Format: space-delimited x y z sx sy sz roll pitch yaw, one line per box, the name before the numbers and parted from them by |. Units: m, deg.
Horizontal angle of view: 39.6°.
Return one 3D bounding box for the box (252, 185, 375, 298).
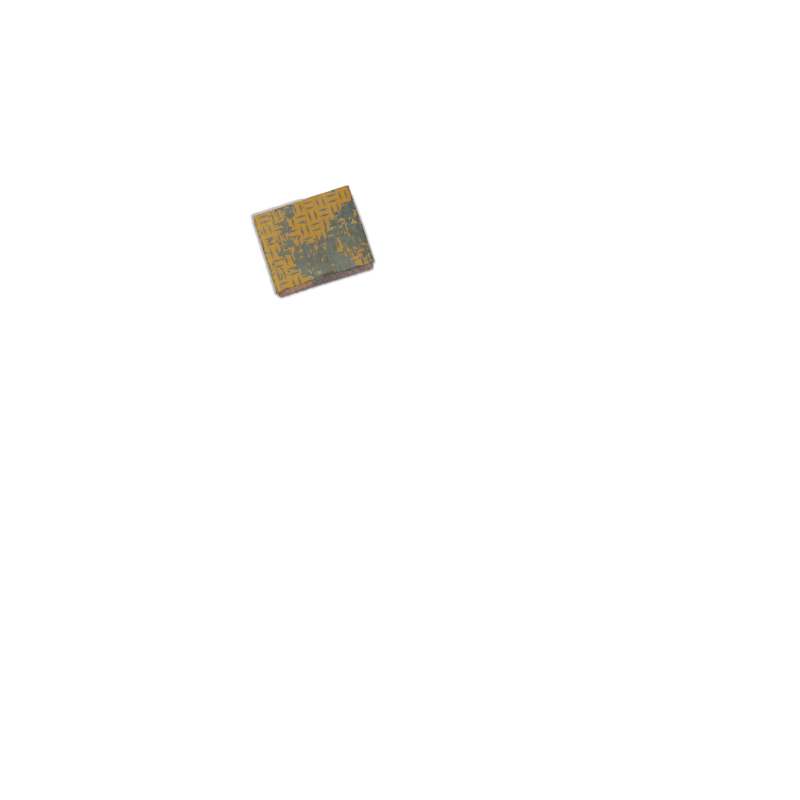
box | -0.075 -0.136 0.956 0.089 0.076 0.029 -18 -14 -5
